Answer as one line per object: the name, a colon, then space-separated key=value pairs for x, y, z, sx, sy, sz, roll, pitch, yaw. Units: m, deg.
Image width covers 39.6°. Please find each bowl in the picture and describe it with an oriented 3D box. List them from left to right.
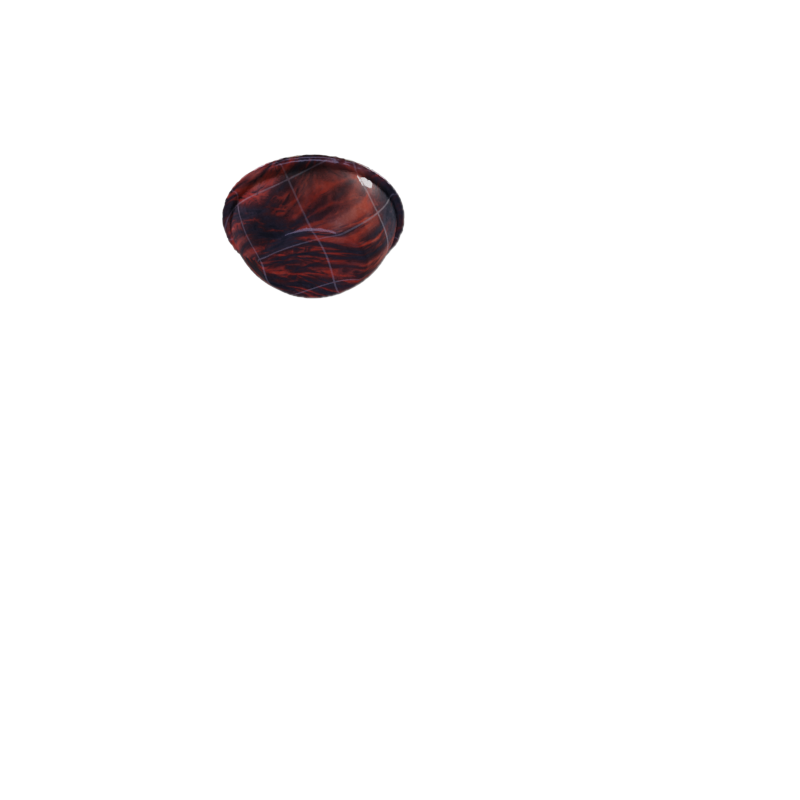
bowl: x=-0.075 y=-0.138 z=0.964 sx=0.162 sy=0.059 sz=0.151 roll=1 pitch=-38 yaw=-2
